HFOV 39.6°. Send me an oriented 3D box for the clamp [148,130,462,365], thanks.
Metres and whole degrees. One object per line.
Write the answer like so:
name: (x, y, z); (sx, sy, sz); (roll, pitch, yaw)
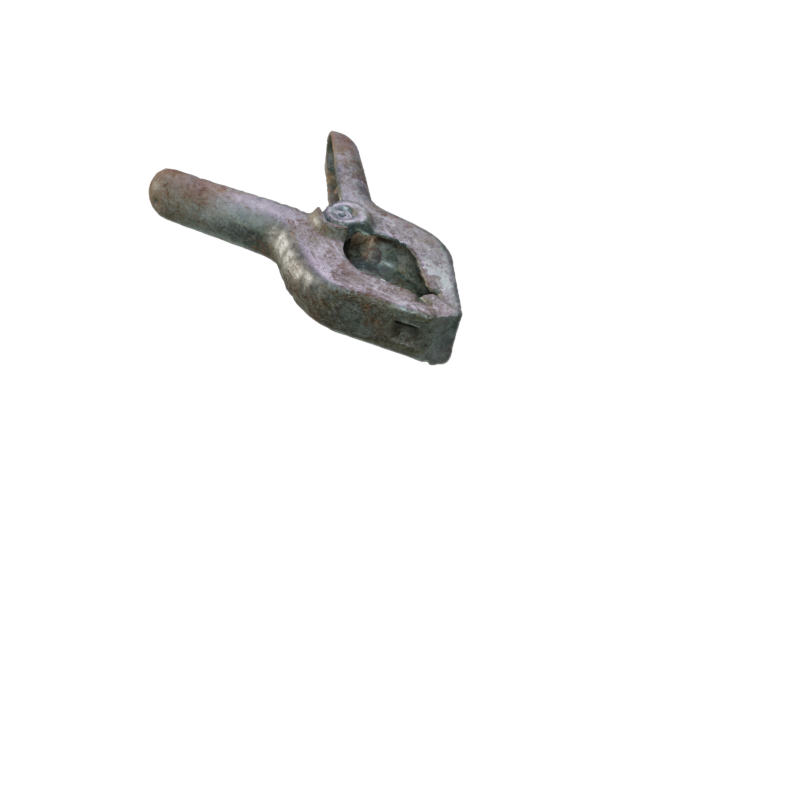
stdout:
clamp: (-0.041, -0.075, 0.522); (0.119, 0.037, 0.185); (-18, 42, -21)
